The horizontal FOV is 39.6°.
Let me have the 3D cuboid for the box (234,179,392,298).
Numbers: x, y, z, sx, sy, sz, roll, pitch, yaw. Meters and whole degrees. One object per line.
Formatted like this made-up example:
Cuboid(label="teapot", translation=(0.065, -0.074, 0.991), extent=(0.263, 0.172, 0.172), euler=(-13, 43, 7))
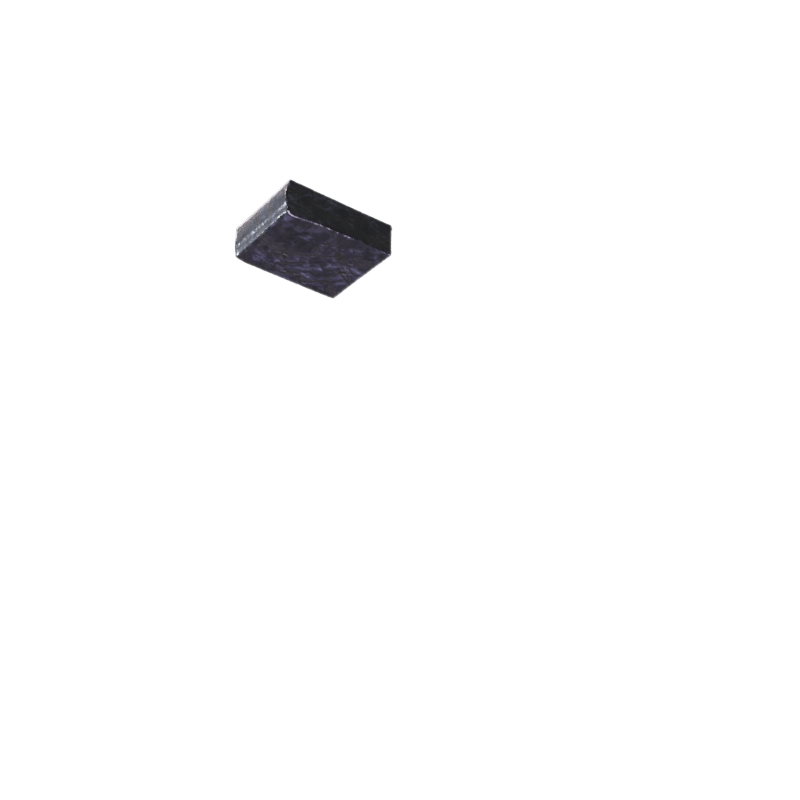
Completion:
Cuboid(label="box", translation=(-0.077, -0.140, 0.984), extent=(0.108, 0.041, 0.089), euler=(20, -36, -31))
